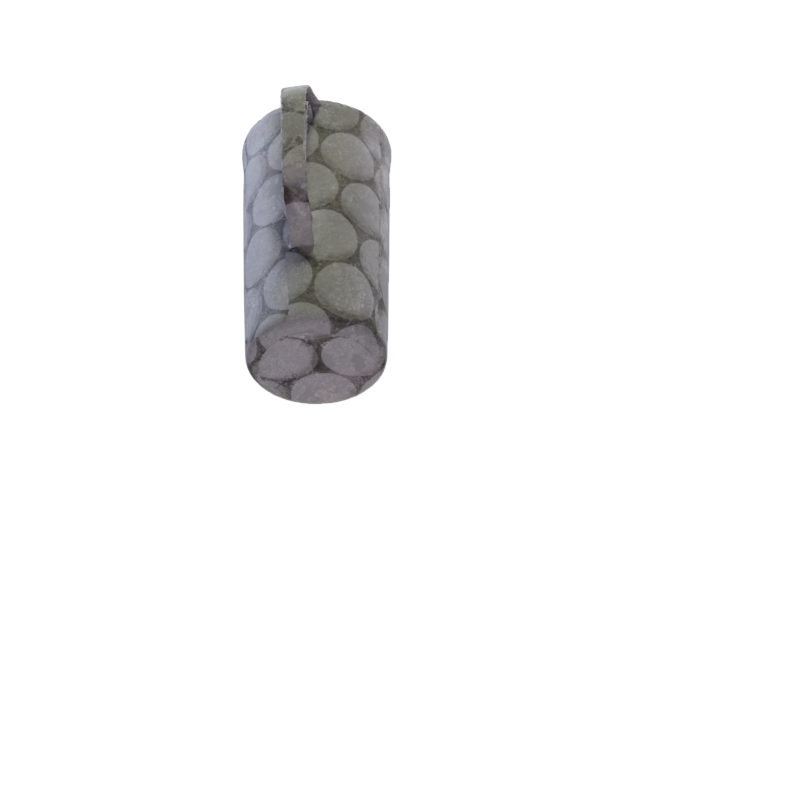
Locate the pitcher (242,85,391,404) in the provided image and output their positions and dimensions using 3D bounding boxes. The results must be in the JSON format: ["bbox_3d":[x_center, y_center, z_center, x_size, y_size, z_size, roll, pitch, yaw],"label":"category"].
[{"bbox_3d":[-0.071,-0.129,0.905,0.141,0.261,0.142,25,-47,-29],"label":"pitcher"}]
